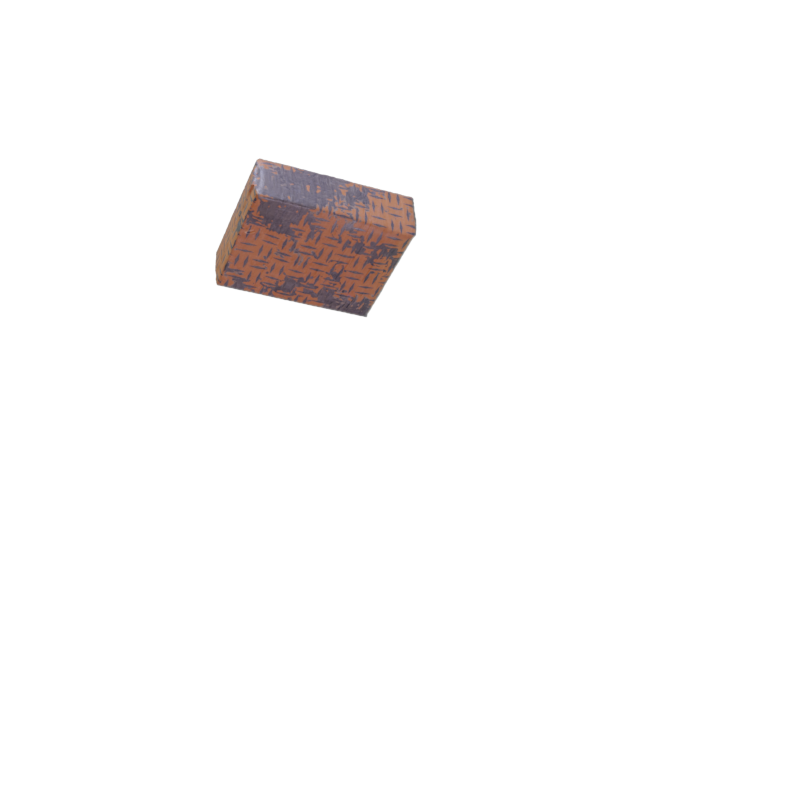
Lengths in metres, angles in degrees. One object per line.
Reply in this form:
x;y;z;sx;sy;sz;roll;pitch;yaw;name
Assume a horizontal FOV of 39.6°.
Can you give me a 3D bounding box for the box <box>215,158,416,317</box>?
-0.058;-0.105;0.737;0.110;0.042;0.086;14;-43;-16;box
